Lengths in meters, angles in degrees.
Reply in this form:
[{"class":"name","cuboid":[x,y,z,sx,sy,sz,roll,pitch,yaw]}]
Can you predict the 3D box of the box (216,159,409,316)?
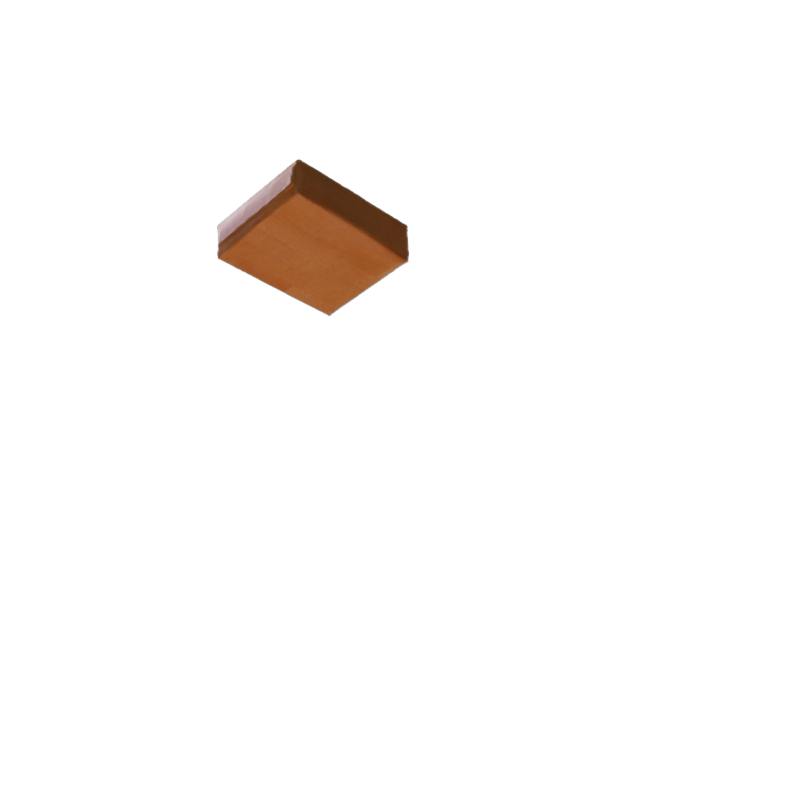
[{"class":"box","cuboid":[-0.063,-0.115,0.803,0.107,0.042,0.089,30,-46,-34]}]
